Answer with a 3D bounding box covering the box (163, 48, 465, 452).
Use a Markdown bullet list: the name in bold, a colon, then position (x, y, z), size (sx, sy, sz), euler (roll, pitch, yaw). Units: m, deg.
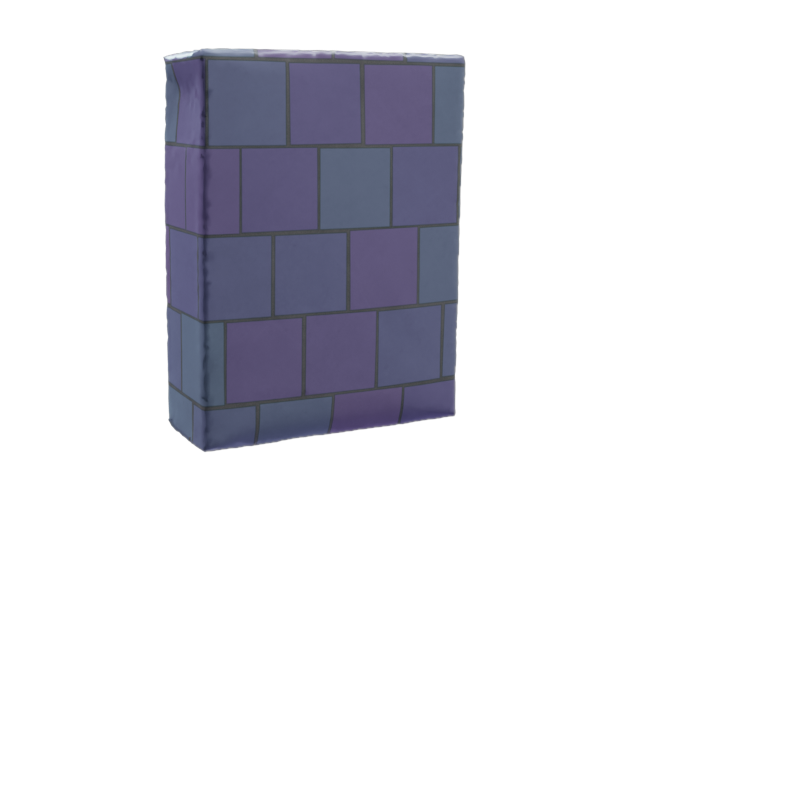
- **box**: position (-0.050, -0.091, 0.636), size (0.160, 0.210, 0.075), euler (-5, 9, -28)
